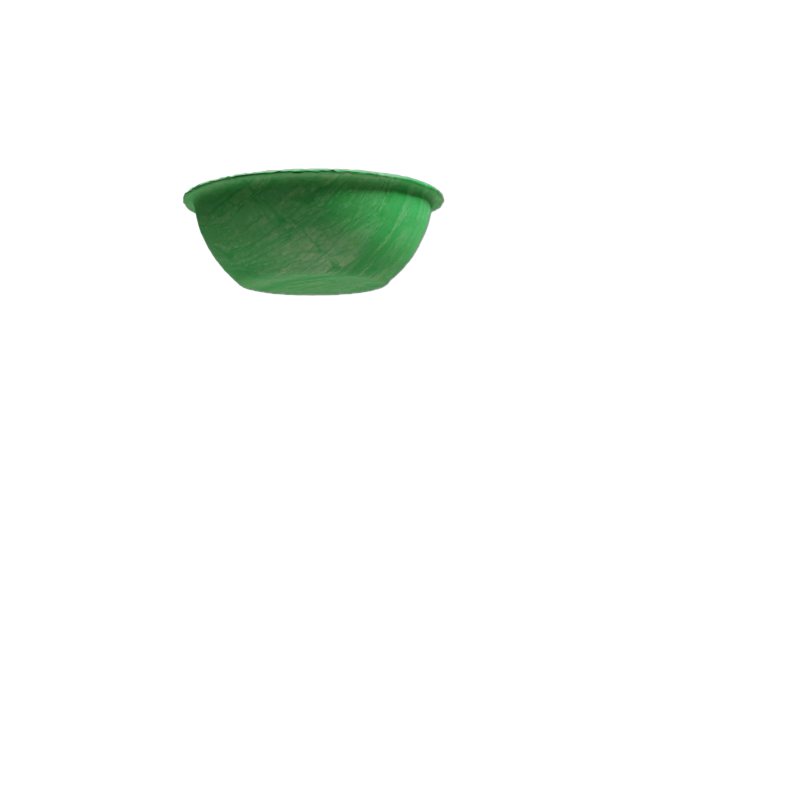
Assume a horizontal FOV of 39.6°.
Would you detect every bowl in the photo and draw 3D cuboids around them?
[{"bbox_3d":[-0.054,-0.098,0.684,0.162,0.056,0.159,0,-4,-2],"label":"bowl"}]
